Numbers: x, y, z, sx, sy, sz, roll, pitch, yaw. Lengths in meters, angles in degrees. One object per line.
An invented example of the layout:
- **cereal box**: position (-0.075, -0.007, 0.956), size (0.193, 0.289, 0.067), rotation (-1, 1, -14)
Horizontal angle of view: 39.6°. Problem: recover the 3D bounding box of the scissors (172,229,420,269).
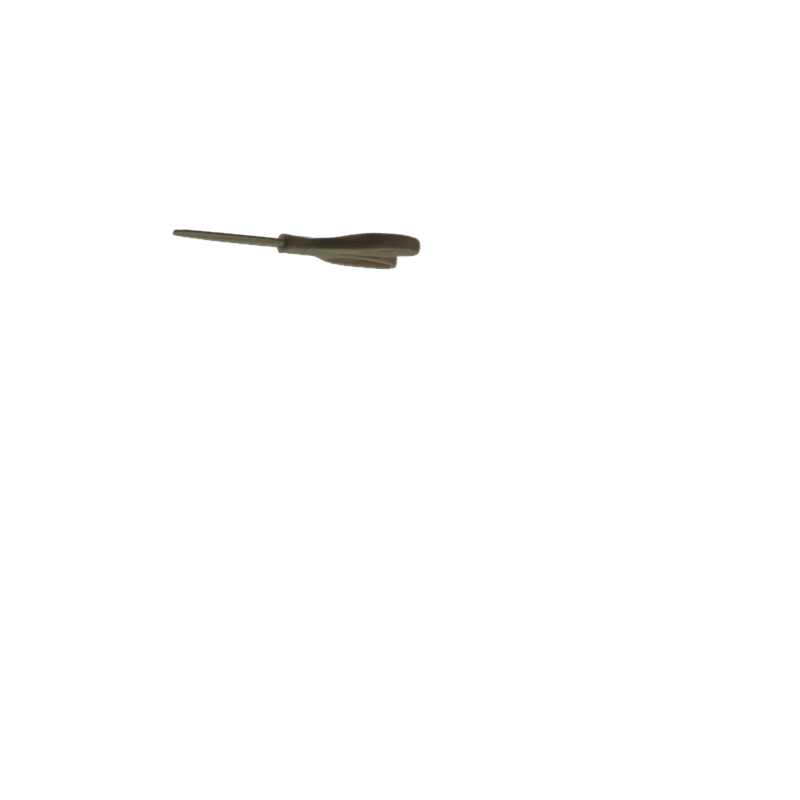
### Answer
- **scissors**: position (-0.068, -0.124, 0.867), size (0.192, 0.016, 0.099), rotation (4, -6, -42)
